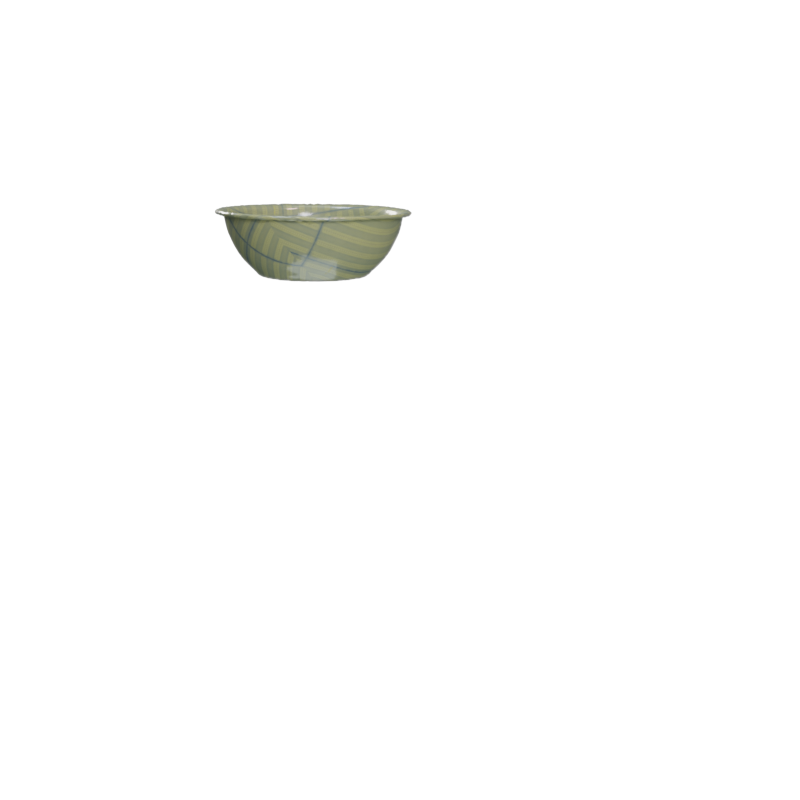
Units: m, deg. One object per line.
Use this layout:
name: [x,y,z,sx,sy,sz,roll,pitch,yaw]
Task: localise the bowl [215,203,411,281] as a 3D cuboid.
bowl: [-0.072,-0.131,0.916,0.162,0.054,0.166,0,13,-2]
